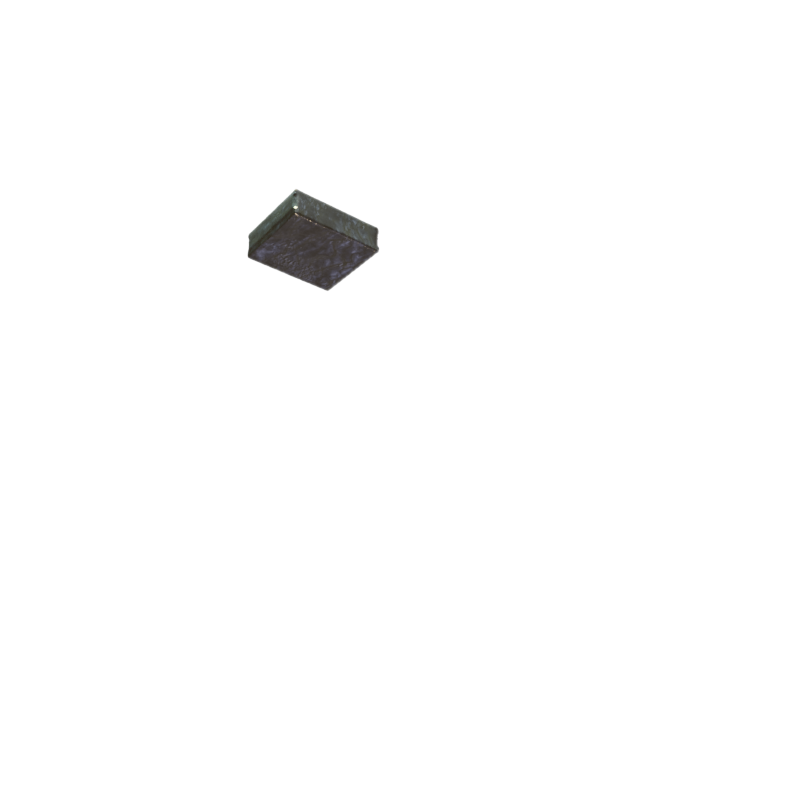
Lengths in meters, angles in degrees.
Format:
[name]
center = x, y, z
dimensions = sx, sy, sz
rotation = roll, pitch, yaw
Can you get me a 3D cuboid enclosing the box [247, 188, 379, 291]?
[box]
center = -0.074, -0.135, 0.946
dimensions = 0.085, 0.032, 0.072
rotation = 22, -40, -30
